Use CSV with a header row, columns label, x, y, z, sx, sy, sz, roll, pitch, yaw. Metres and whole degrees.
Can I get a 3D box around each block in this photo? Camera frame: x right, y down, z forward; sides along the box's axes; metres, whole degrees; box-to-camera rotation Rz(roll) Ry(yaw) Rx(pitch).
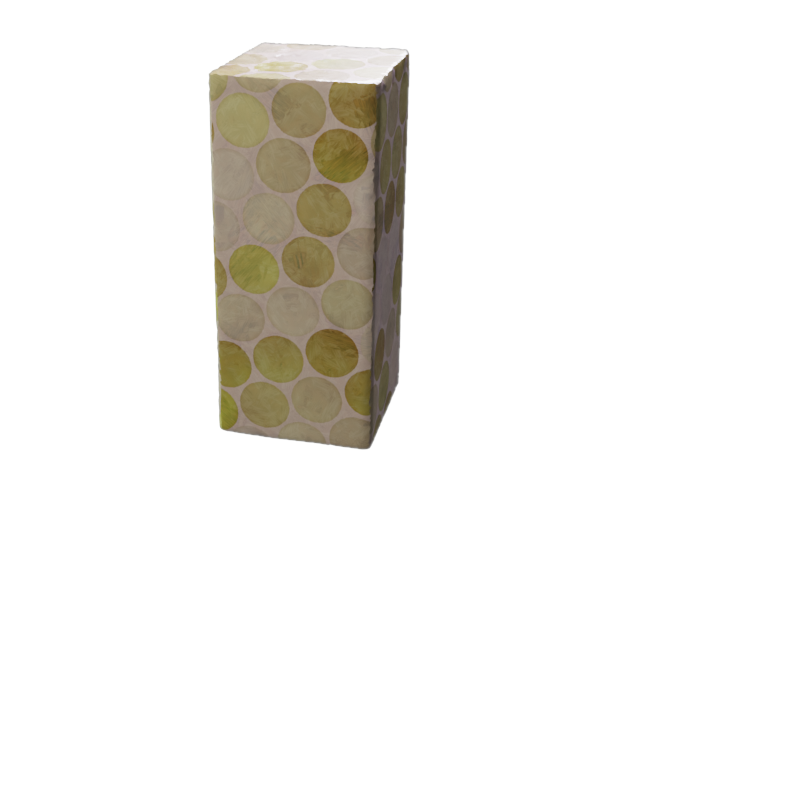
label,x,y,z,sx,sy,sz,roll,pitch,yaw
block,-0.048,-0.089,0.623,0.092,0.196,0.093,6,23,12
